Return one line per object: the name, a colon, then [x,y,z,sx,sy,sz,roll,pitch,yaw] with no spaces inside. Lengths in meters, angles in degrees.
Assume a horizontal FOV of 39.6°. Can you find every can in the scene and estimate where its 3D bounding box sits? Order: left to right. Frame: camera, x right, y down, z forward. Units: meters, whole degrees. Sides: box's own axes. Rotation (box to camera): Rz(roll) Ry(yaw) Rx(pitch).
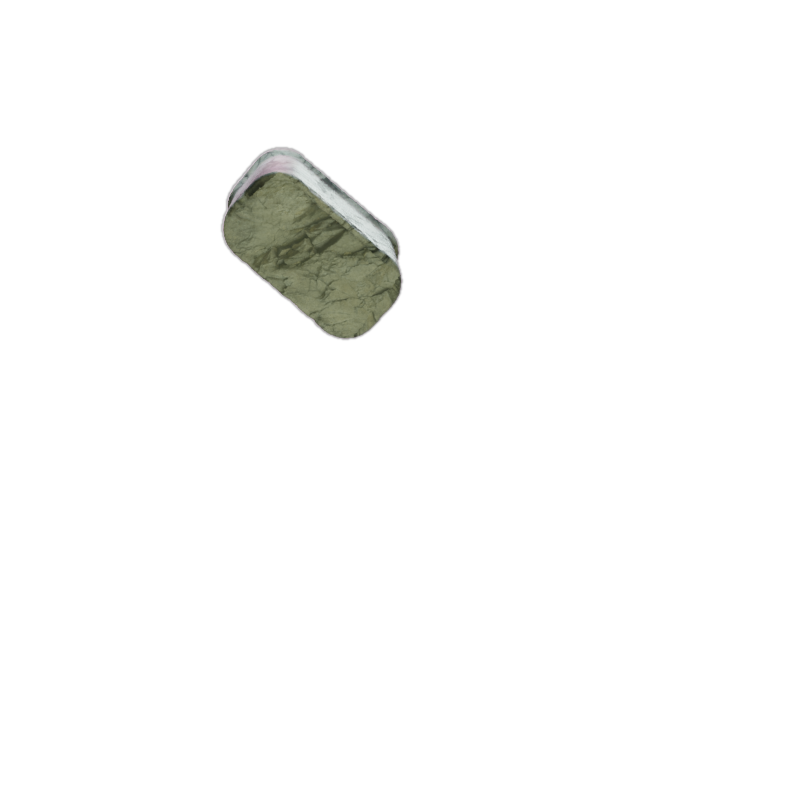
can: [-0.047,-0.086,0.601,0.100,0.057,0.087,39,10,-10]
